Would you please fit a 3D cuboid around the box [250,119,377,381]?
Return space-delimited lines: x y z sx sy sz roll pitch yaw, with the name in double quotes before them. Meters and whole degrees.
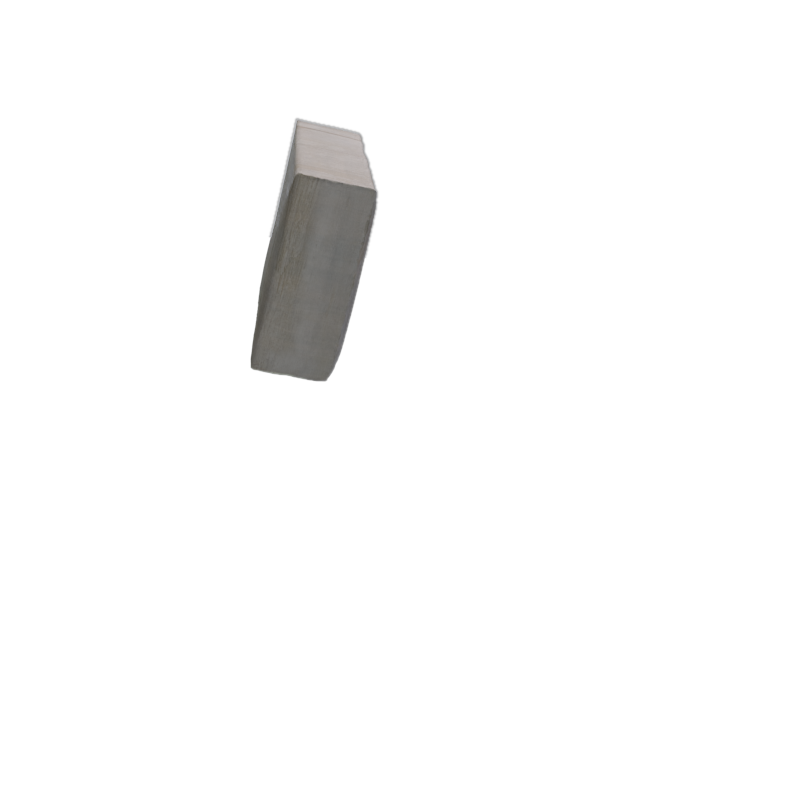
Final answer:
"box" -0.074 -0.134 0.940 0.071 0.158 0.224 12 21 -9
